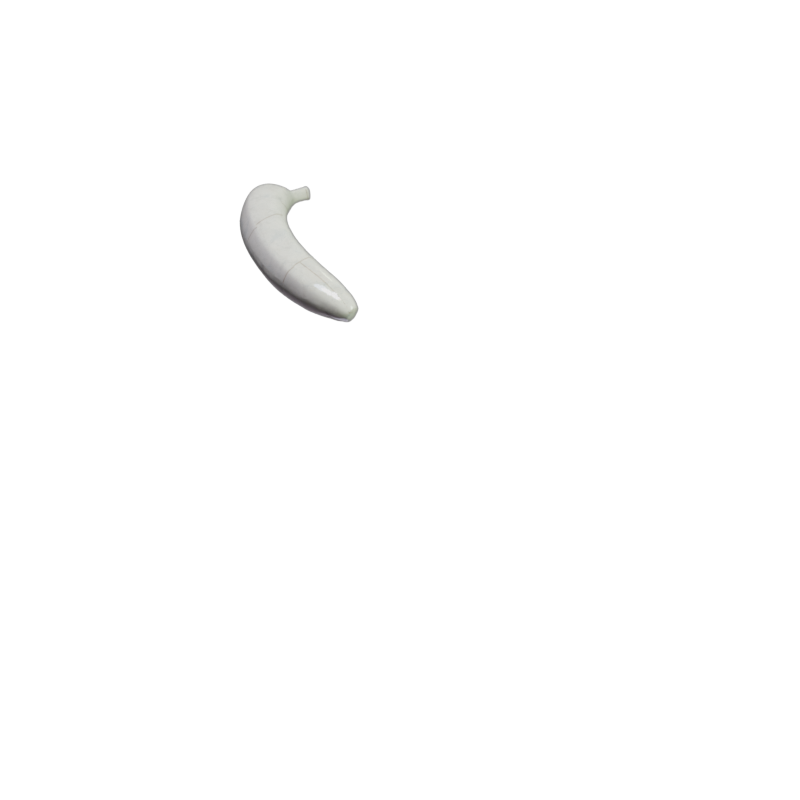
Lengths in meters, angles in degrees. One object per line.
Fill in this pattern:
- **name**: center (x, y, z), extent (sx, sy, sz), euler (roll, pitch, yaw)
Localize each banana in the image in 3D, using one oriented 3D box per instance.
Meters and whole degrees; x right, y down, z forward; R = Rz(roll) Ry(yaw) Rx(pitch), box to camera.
- **banana**: center (-0.086, -0.122, 0.855), extent (0.069, 0.034, 0.213), euler (-8, 38, -11)
